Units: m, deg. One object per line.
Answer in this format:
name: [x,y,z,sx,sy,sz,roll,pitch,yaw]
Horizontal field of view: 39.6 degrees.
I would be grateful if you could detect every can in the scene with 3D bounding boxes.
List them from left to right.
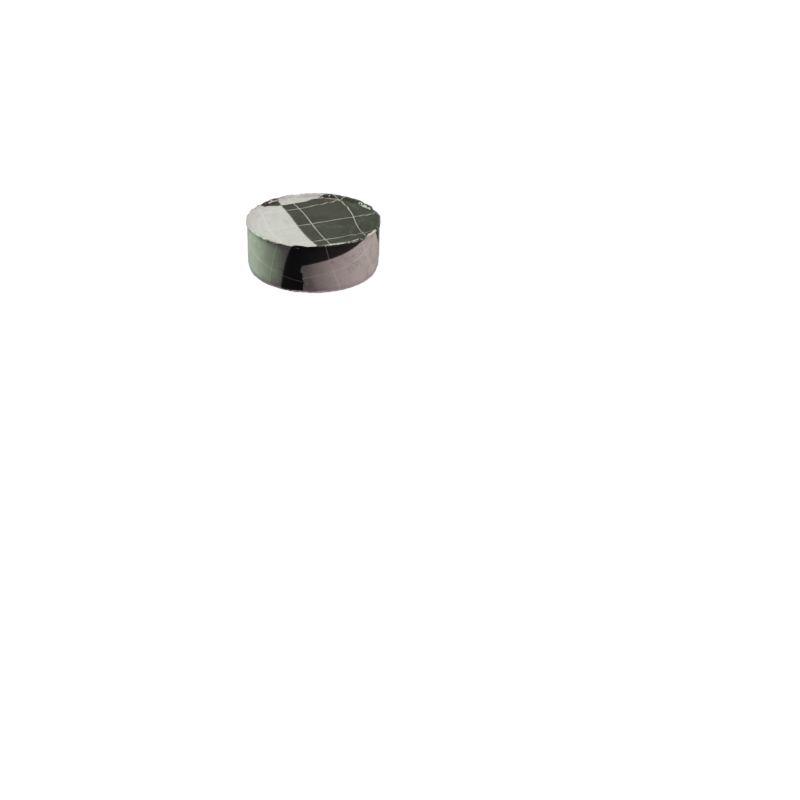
can: [-0.056,-0.102,0.711,0.086,0.032,0.091,-1,30,-2]
